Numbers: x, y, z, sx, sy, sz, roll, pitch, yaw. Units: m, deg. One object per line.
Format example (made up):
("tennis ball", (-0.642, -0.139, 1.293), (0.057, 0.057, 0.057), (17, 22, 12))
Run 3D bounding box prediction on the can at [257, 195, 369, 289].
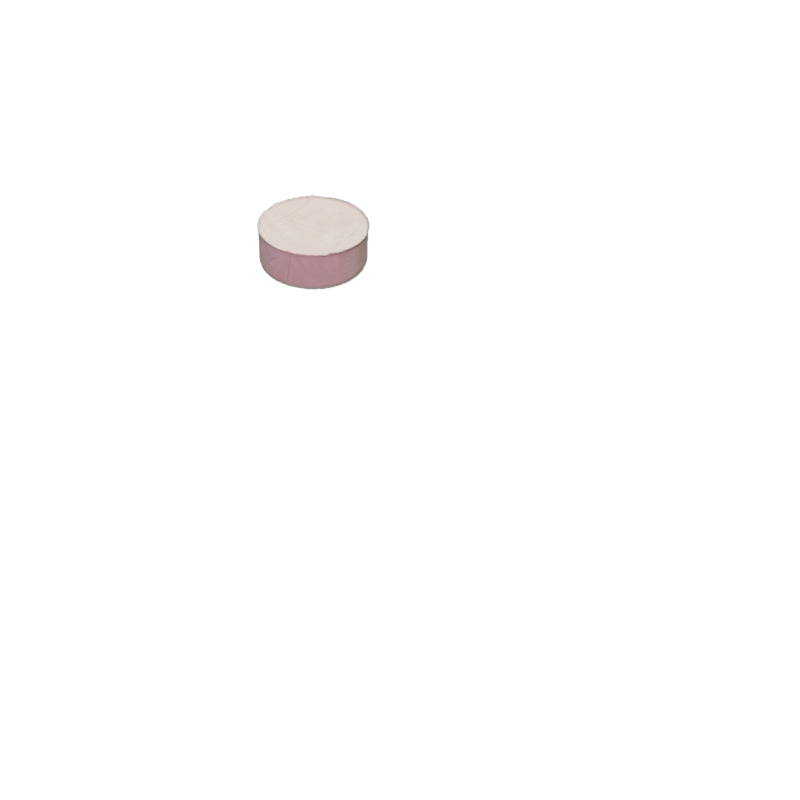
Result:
("can", (-0.067, -0.122, 0.856), (0.086, 0.031, 0.092), (-1, 38, -2))
